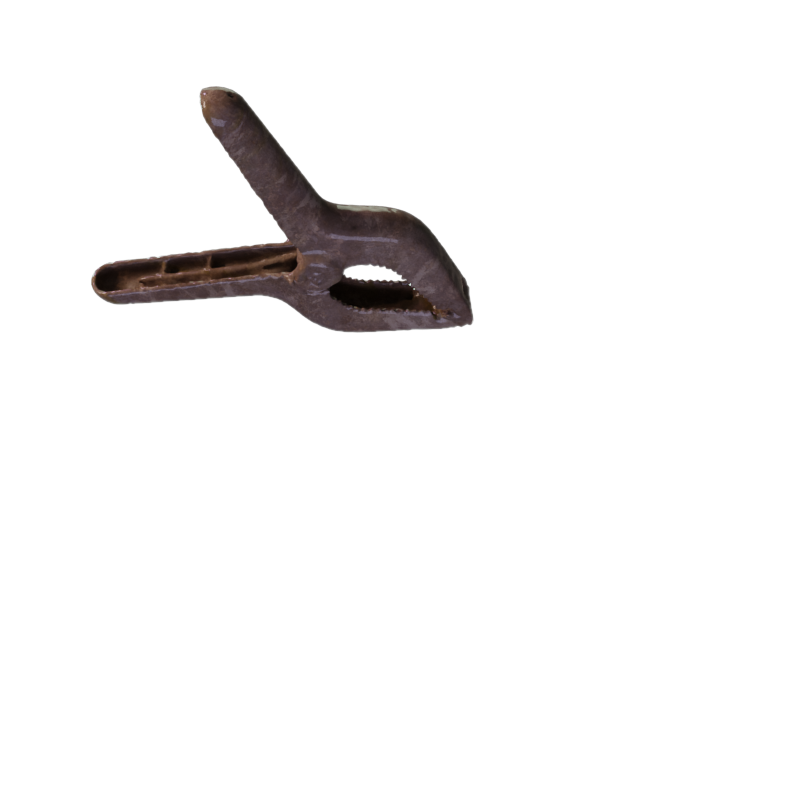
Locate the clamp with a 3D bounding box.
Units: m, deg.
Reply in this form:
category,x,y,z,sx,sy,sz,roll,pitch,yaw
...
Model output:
category,x,y,z,sx,sy,sz,roll,pitch,yaw
clamp,-0.047,-0.086,0.599,0.204,0.039,0.158,13,-38,-18
